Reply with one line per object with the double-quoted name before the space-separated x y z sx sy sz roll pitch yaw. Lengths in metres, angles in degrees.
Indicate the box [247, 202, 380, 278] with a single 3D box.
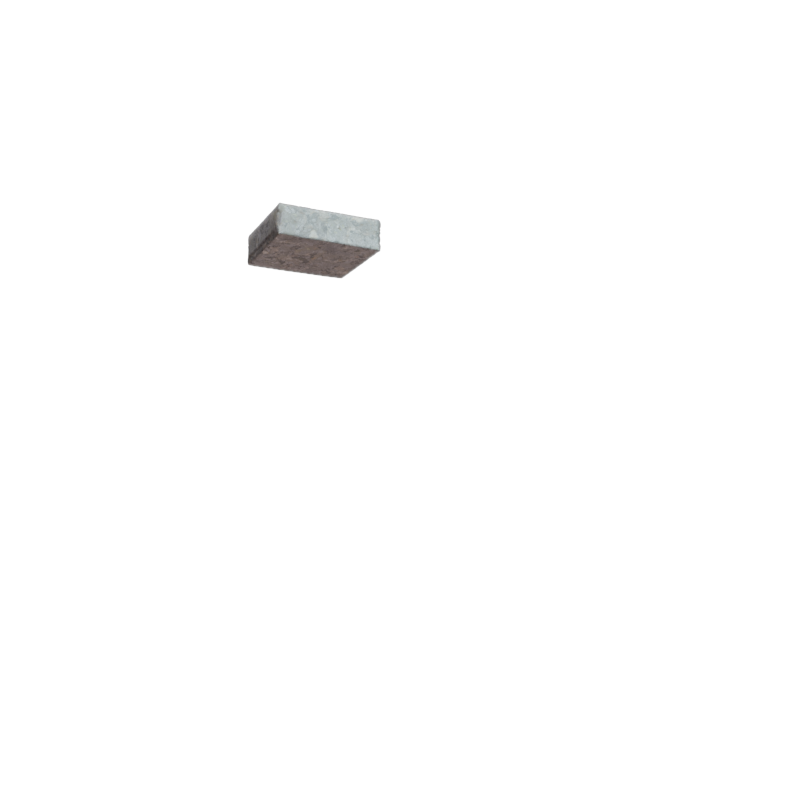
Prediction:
"box" -0.070 -0.128 0.896 0.086 0.031 0.072 6 -17 -23
